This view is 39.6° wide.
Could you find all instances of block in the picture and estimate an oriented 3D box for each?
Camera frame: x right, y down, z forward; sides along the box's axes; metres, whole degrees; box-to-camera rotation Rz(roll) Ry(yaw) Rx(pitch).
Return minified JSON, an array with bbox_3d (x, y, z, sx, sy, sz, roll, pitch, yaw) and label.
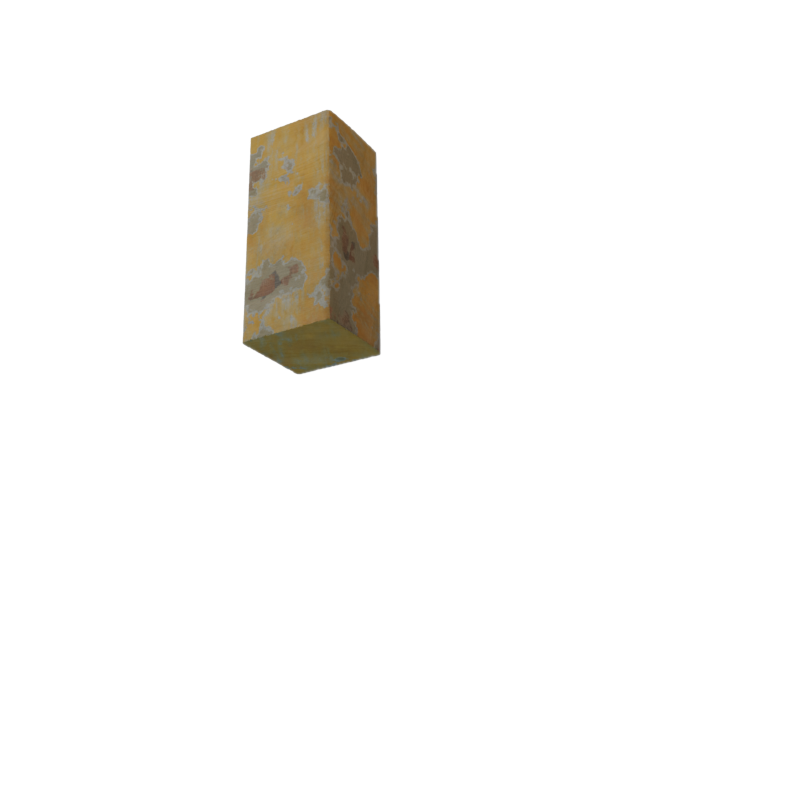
[{"bbox_3d":[-0.077,-0.141,0.990,0.092,0.219,0.084,-16,-29,27],"label":"block"}]
